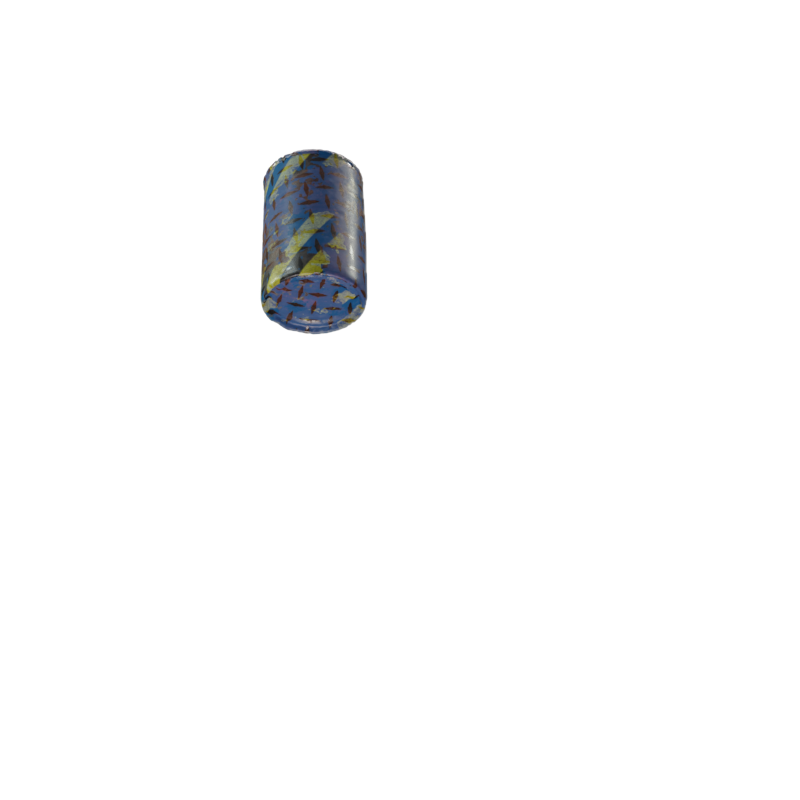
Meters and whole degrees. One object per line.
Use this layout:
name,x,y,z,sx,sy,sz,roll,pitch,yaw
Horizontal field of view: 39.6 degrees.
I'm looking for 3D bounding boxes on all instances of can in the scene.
can,-0.056,-0.103,0.719,0.068,0.109,0.064,-1,-36,-2
